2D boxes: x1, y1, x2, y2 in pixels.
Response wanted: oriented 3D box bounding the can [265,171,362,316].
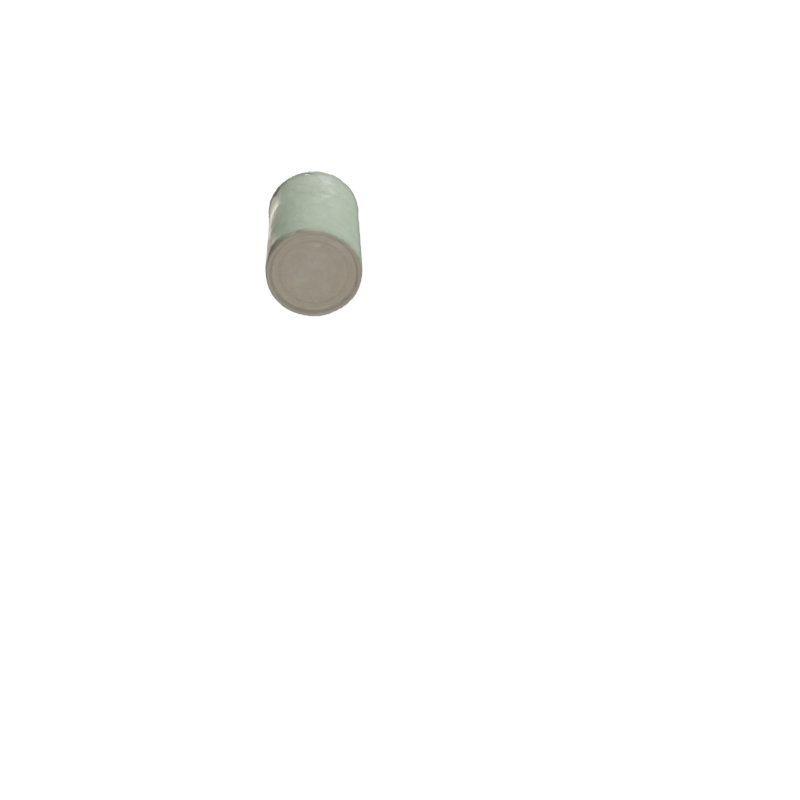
[{"bbox_3d":[-0.062,-0.113,0.791,0.068,0.065,0.109,0,31,-3],"label":"can"}]
